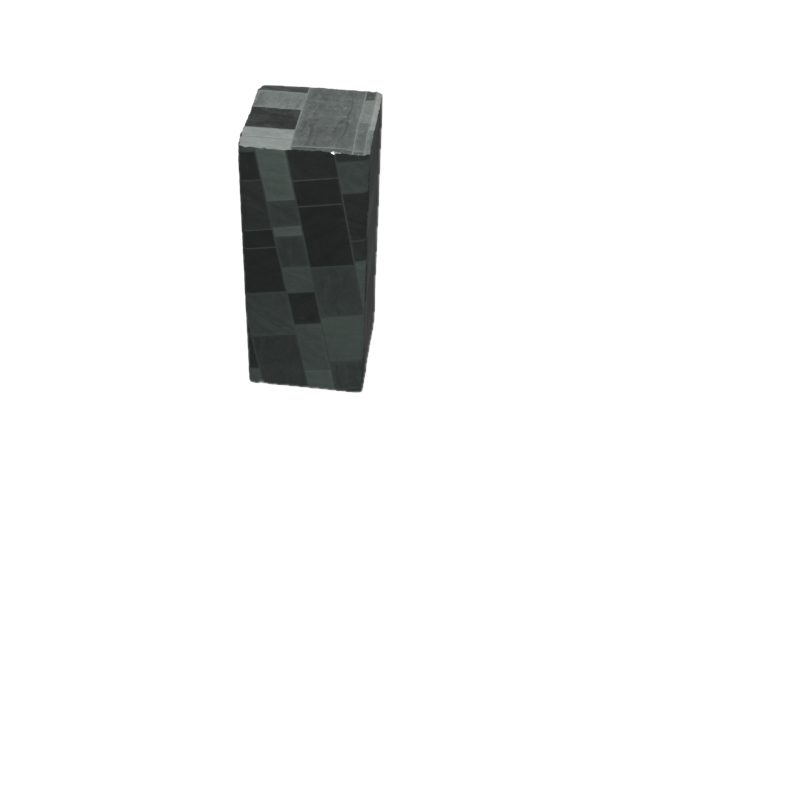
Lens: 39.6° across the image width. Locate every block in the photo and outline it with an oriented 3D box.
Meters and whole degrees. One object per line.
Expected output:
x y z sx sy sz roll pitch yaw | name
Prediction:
-0.064 -0.116 0.809 0.091 0.193 0.096 5 39 3 | block
